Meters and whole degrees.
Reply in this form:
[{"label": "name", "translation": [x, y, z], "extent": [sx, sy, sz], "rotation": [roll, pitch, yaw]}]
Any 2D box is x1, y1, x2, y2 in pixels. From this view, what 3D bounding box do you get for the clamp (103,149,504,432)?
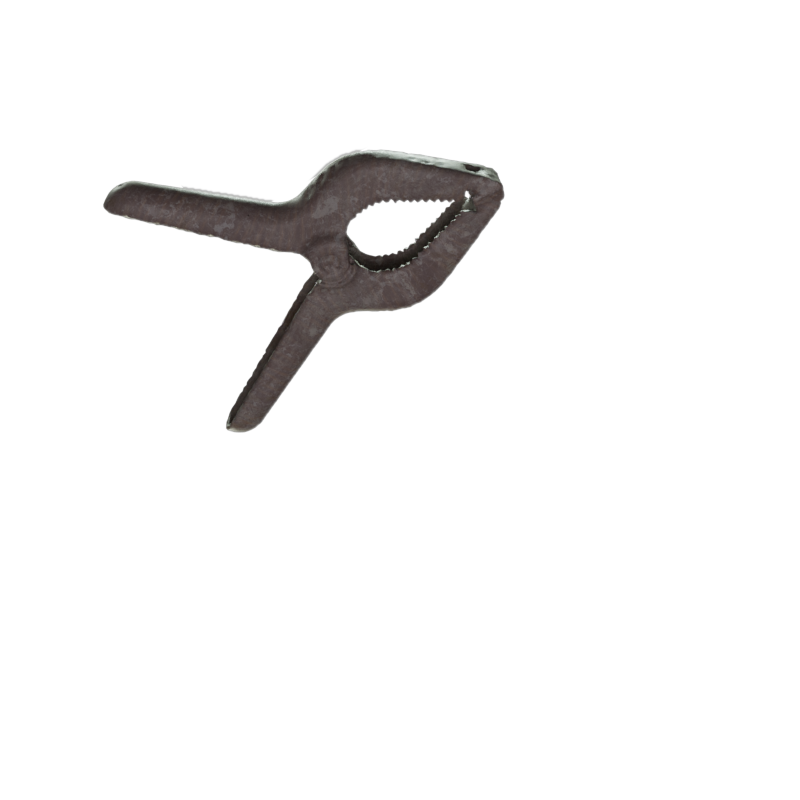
[{"label": "clamp", "translation": [-0.048, -0.087, 0.612], "extent": [0.210, 0.156, 0.038], "rotation": [-28, 22, 12]}]
